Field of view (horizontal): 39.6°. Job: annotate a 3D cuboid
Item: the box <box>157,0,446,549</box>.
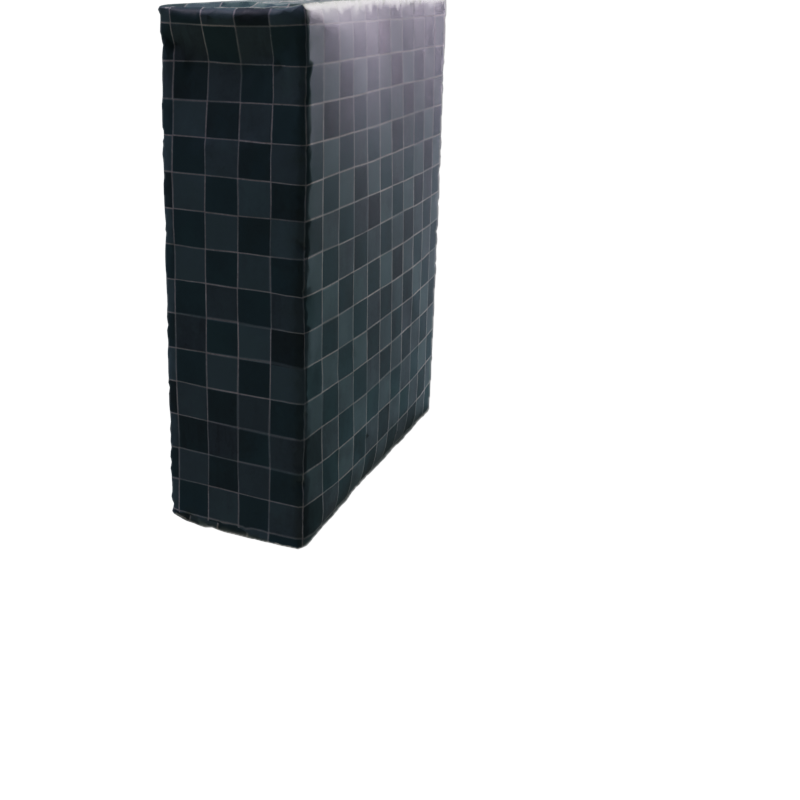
[{"bbox_3d":[-0.039,-0.071,0.496,0.074,0.207,0.165,6,17,20],"label":"box"}]
